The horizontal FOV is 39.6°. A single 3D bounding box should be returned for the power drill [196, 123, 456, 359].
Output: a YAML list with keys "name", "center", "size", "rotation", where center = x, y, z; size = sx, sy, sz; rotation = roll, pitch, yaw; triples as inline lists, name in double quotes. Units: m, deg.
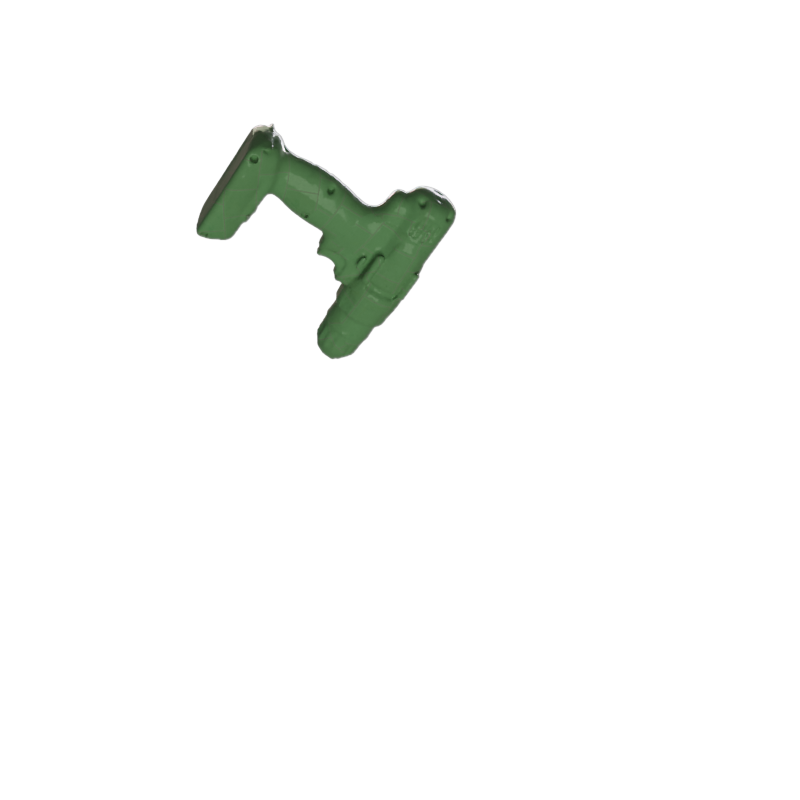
- name: "power drill"
  center: [-0.073, -0.134, 0.937]
  size: [0.181, 0.179, 0.061]
  rotation: [27, 28, -16]
